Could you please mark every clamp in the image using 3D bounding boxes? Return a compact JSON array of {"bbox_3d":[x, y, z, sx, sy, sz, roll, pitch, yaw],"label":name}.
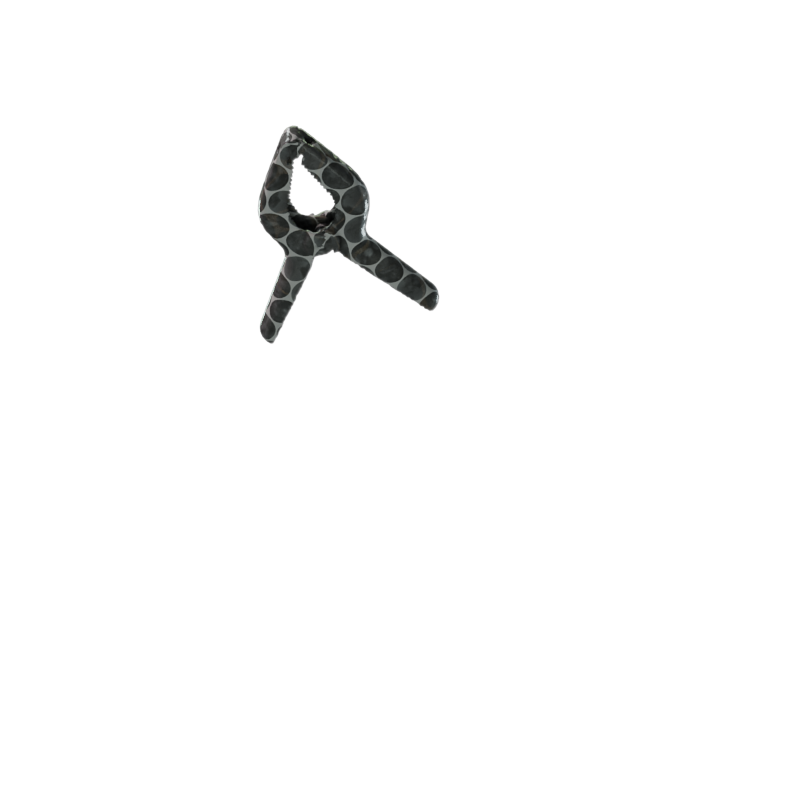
[{"bbox_3d":[-0.075,-0.137,0.957,0.165,0.195,0.039,-18,34,12],"label":"clamp"}]
